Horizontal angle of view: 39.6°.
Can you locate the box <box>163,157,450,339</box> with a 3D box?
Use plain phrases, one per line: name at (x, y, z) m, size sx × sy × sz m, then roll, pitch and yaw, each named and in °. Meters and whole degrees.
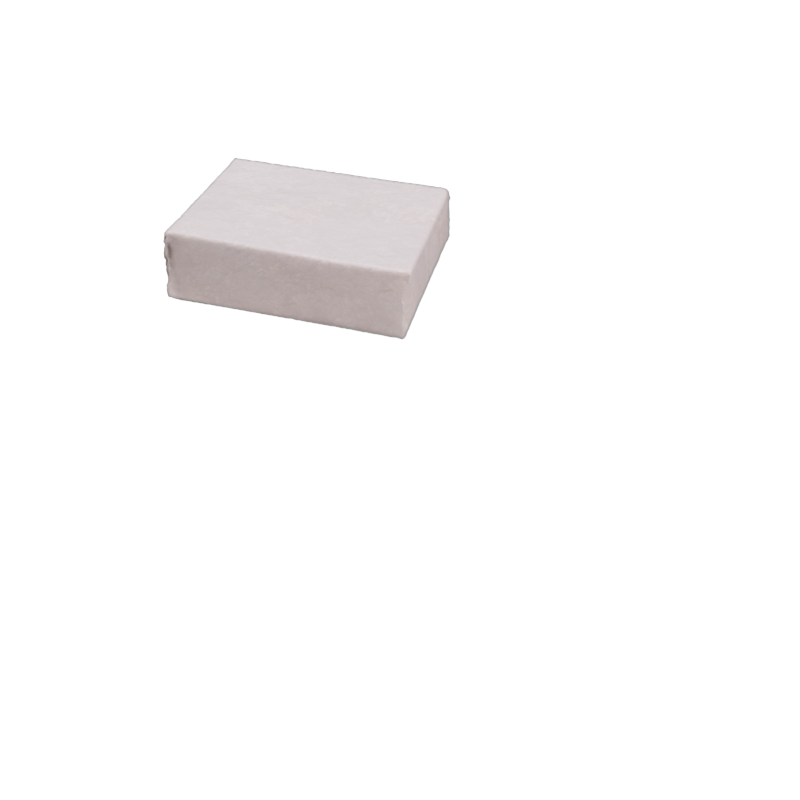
box at (-0.040, -0.073, 0.512) m, size 0.116 × 0.037 × 0.093 m, roll 8°, pitch 32°, yaw 13°
